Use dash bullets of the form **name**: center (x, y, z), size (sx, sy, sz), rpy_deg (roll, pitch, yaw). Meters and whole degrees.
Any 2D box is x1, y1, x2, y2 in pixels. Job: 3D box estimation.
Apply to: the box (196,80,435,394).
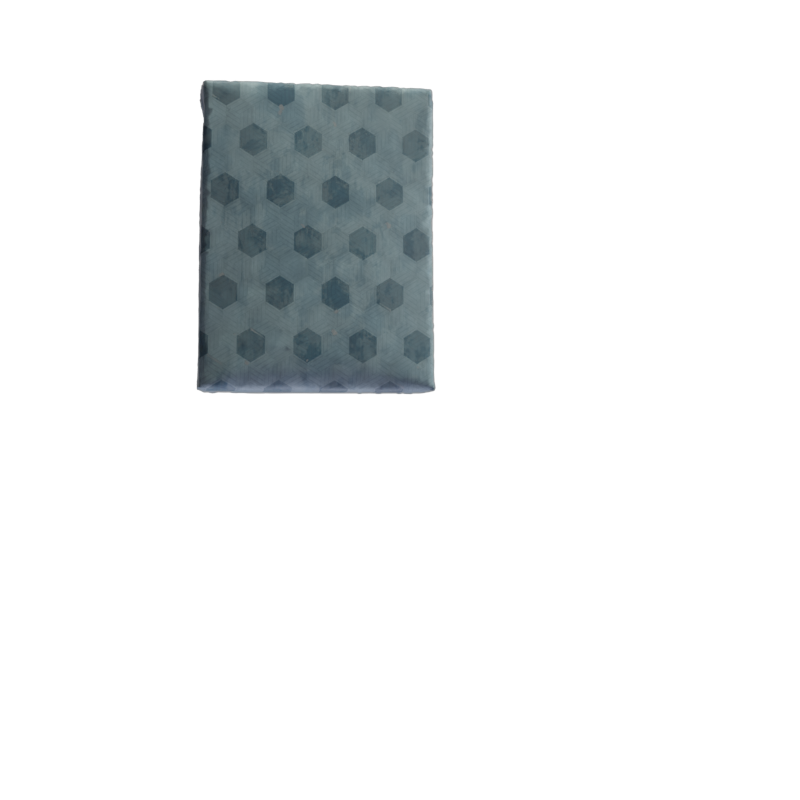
- **box**: center (-0.062, -0.112, 0.787), size (0.162, 0.218, 0.071), rpy_deg (0, -8, -9)
